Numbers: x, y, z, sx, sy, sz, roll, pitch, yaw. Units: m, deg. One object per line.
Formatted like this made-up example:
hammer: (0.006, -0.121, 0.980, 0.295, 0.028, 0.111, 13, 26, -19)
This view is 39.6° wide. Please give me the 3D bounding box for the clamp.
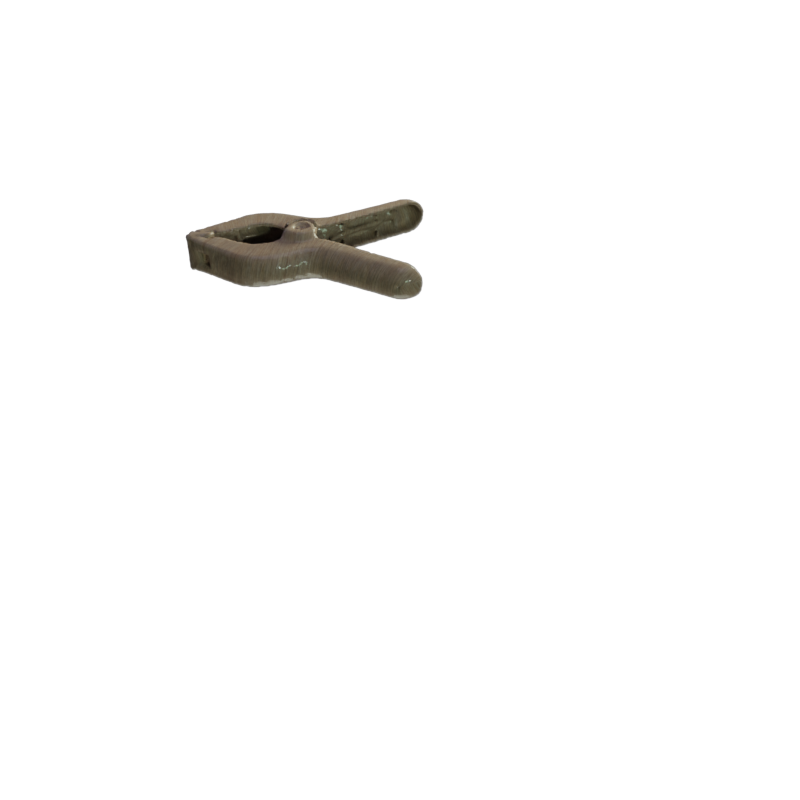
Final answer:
clamp: (-0.061, -0.112, 0.784, 0.175, 0.037, 0.124, 6, 28, 11)
